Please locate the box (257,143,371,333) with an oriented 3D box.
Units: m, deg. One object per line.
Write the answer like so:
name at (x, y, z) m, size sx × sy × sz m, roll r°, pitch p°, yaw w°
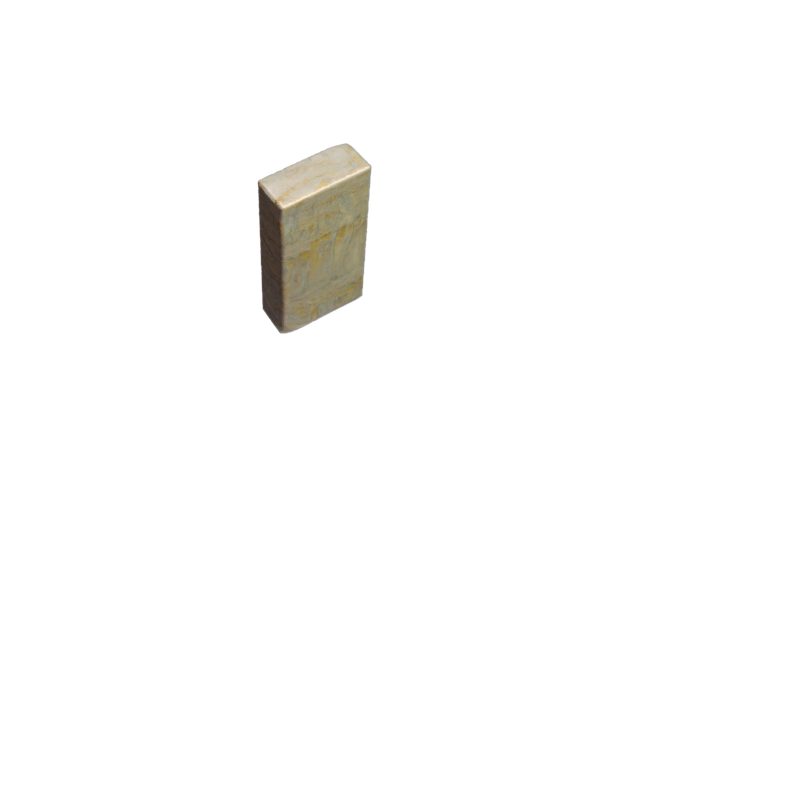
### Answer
box at (-0.077, -0.141, 0.986) m, size 0.093 × 0.052 × 0.164 m, roll -28°, pitch -32°, yaw -23°
